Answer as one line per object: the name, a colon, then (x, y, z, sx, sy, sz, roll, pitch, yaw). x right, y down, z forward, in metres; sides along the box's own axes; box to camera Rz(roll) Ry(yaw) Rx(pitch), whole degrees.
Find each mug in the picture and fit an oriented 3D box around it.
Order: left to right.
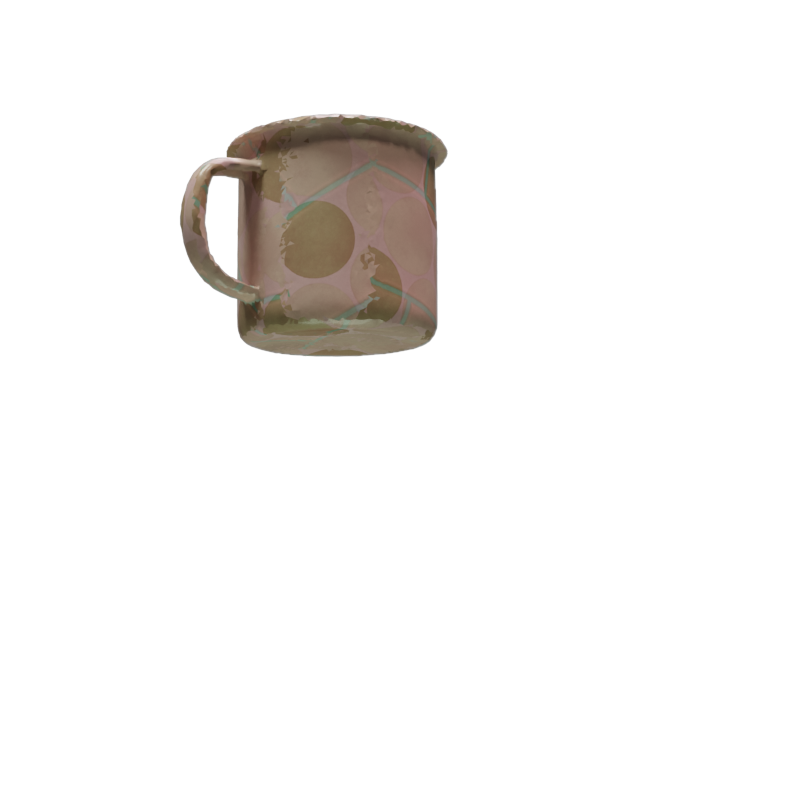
mug: (-0.035, -0.064, 0.452, 0.112, 0.084, 0.095, 7, -13, -37)
